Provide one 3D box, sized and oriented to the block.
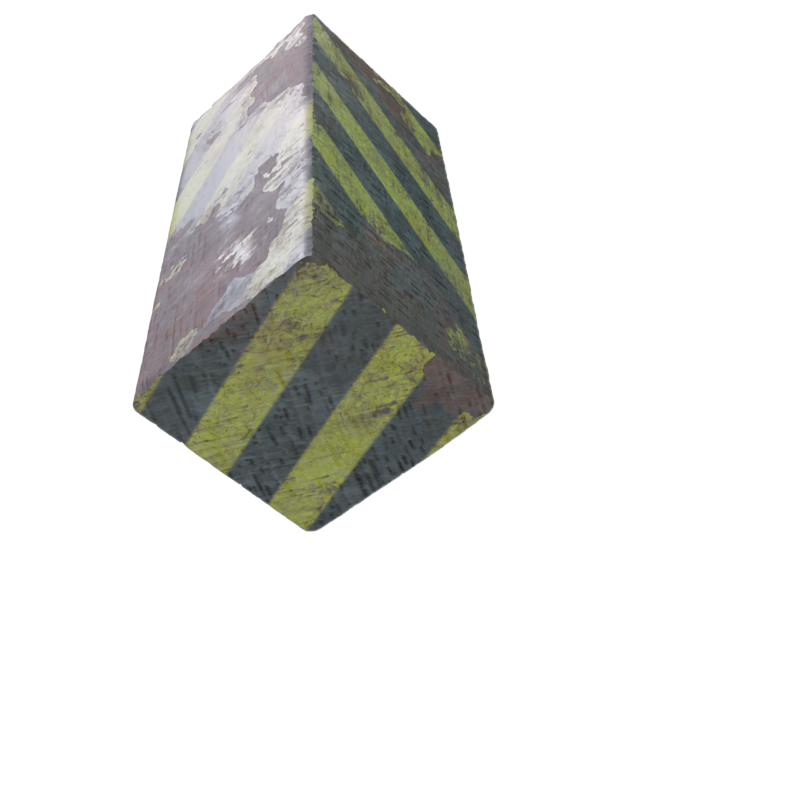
[{"bbox_3d":[-0.036,-0.065,0.457,0.089,0.221,0.085,-38,-59,23],"label":"block"}]
